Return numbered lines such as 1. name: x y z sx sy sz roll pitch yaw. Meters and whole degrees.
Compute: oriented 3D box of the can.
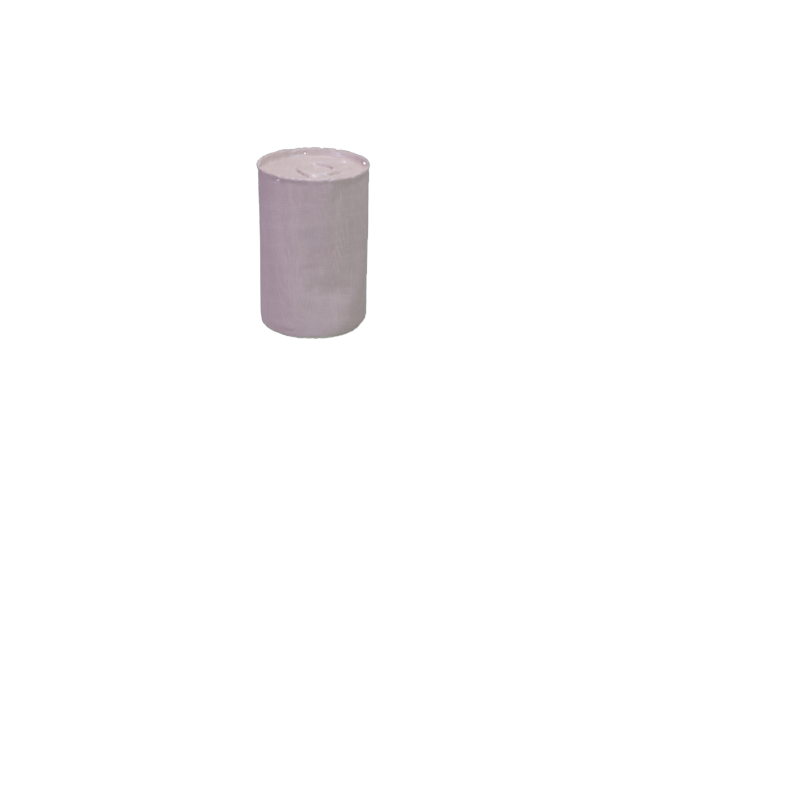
1. can: -0.053 -0.097 0.681 0.068 0.097 0.072 0 24 -2
